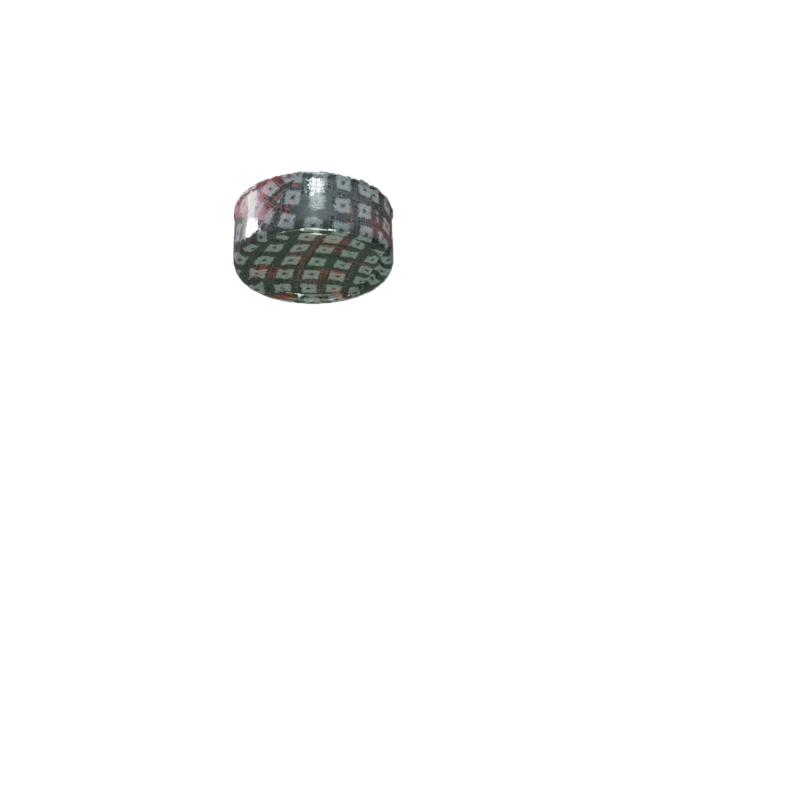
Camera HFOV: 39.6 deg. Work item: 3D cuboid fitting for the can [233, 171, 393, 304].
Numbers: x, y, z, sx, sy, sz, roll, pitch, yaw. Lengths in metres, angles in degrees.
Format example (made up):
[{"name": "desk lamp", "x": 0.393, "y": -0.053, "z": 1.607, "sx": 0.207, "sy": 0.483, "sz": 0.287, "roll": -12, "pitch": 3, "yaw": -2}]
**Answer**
[{"name": "can", "x": -0.046, "y": -0.084, "z": 0.588, "sx": 0.086, "sy": 0.036, "sz": 0.081, "roll": 1, "pitch": -25, "yaw": -2}]
